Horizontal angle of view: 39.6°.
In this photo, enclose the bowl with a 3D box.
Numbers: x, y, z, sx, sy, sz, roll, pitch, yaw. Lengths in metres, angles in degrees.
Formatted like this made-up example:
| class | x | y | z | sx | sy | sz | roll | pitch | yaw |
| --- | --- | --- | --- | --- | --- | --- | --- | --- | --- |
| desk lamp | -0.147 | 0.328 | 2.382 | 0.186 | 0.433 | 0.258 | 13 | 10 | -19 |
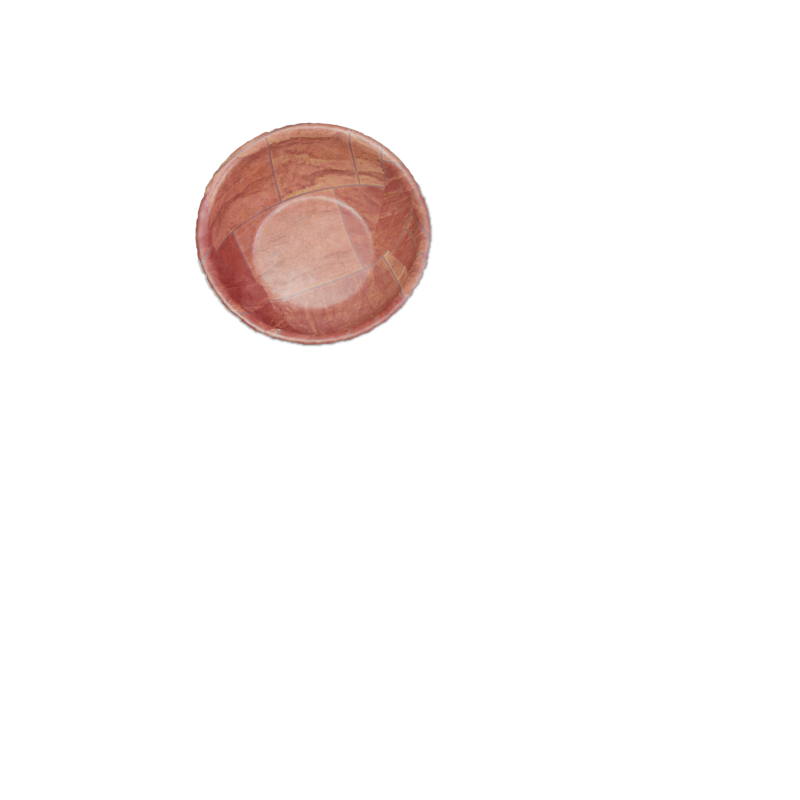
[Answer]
| class | x | y | z | sx | sy | sz | roll | pitch | yaw |
| --- | --- | --- | --- | --- | --- | --- | --- | --- | --- |
| bowl | -0.061 | -0.112 | 0.784 | 0.162 | 0.169 | 0.053 | -1 | -17 | -1 |
